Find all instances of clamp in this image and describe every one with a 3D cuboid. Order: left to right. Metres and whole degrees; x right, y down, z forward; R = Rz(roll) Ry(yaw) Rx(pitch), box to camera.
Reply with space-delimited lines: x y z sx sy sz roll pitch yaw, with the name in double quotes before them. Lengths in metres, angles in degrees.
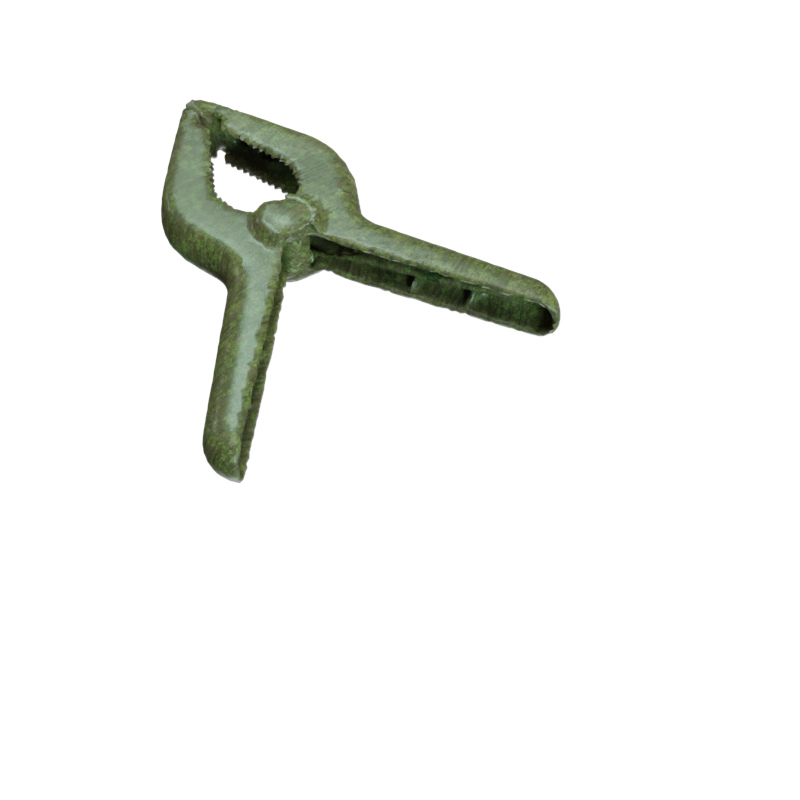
"clamp" -0.040 -0.073 0.509 0.163 0.227 0.034 -18 -39 -15
